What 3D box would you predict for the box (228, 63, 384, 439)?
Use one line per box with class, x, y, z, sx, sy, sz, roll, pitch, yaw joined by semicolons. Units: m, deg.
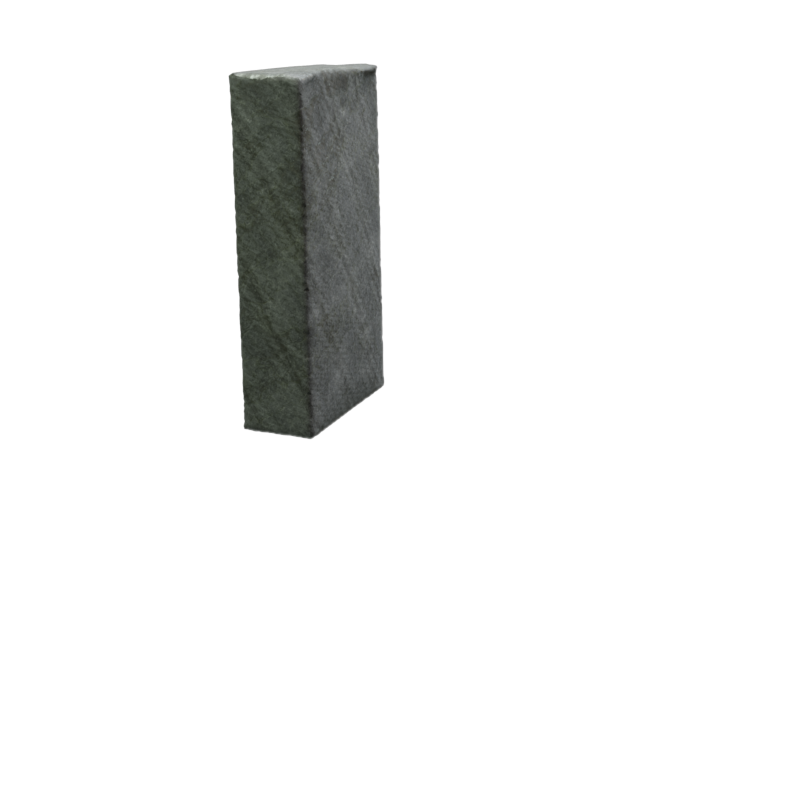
box;-0.044;-0.080;0.563;0.050;0.171;0.093;6;16;22
